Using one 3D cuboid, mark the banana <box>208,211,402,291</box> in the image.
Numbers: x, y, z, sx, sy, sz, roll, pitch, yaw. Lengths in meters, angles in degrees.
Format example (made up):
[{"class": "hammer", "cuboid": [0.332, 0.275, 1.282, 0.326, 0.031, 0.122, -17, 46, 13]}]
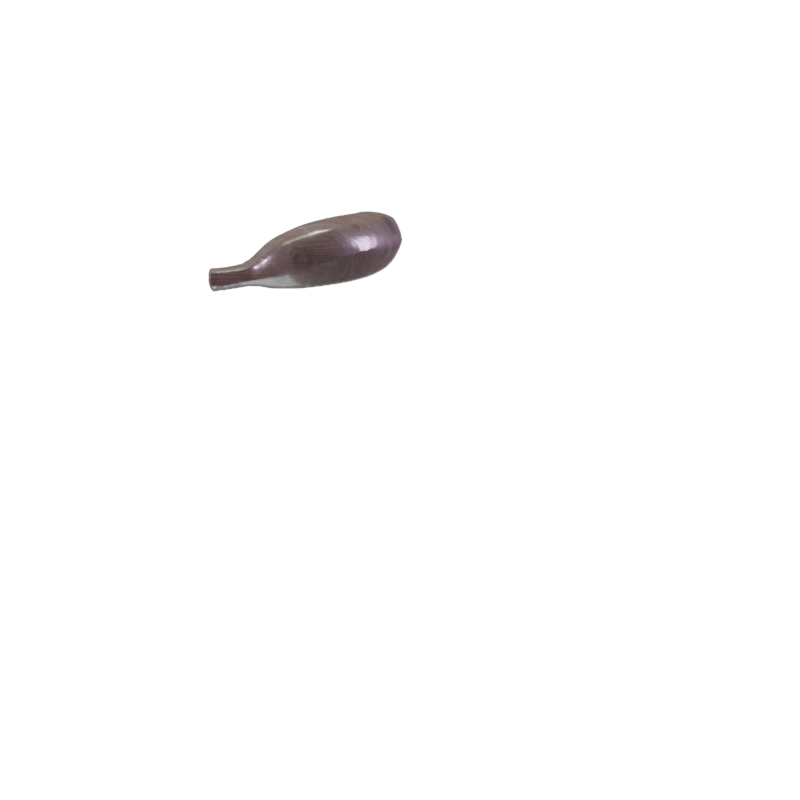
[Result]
[{"class": "banana", "cuboid": [-0.036, -0.092, 0.654, 0.072, 0.036, 0.196, 5, 14, 21]}]
